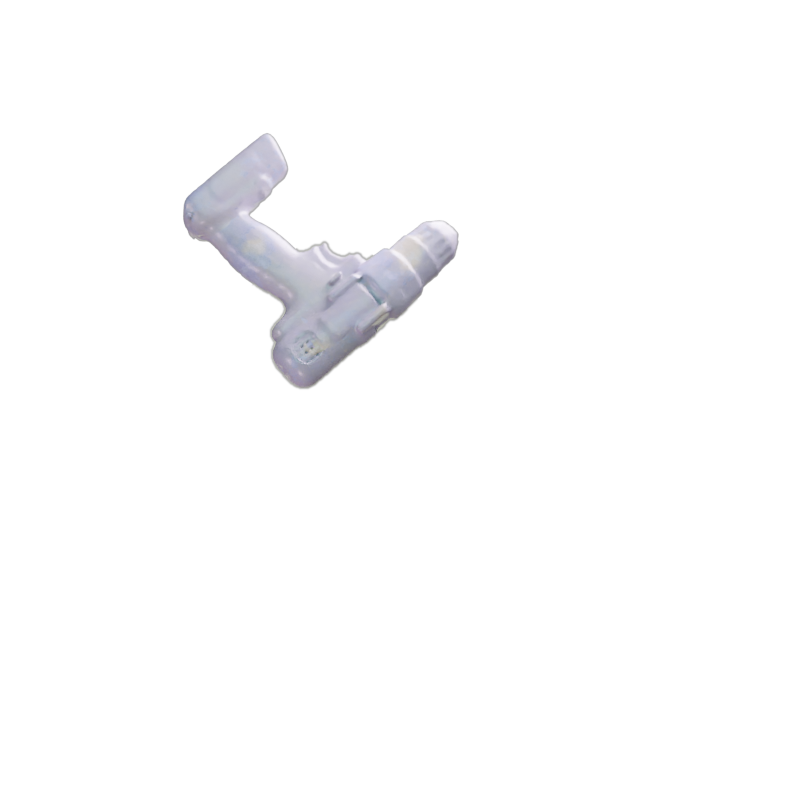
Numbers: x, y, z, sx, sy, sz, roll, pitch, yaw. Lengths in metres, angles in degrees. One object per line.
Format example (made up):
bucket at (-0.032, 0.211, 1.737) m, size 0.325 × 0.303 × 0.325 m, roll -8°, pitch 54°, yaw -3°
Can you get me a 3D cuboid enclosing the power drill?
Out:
power drill at (-0.071, -0.129, 0.907) m, size 0.186 × 0.196 × 0.054 m, roll -41°, pitch -16°, yaw -15°
